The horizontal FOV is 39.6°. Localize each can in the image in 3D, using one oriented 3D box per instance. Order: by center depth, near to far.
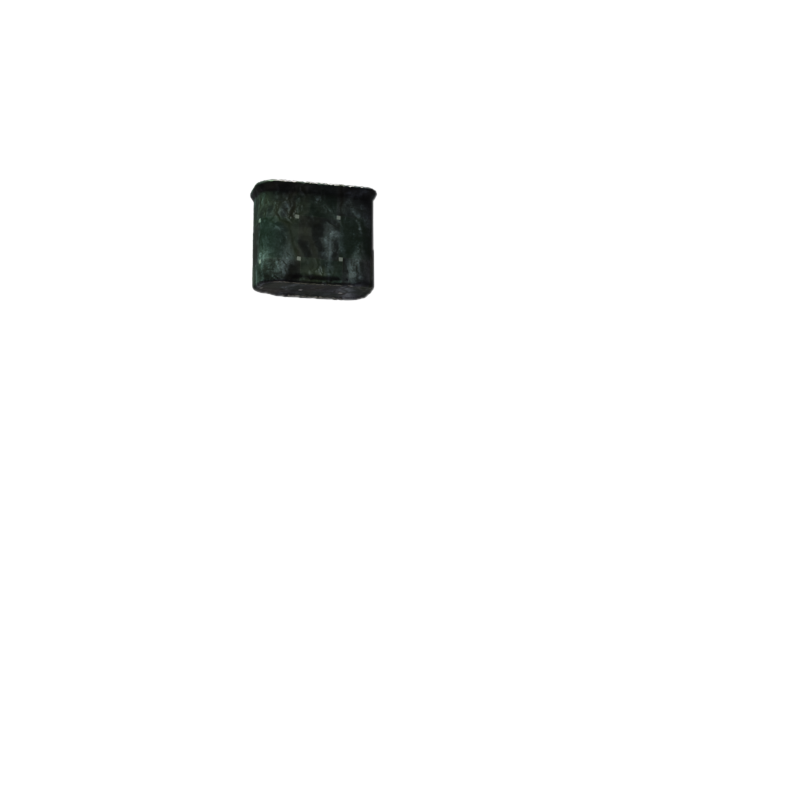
[{"bbox_3d":[-0.070,-0.128,0.900,0.100,0.087,0.057,3,-14,-15],"label":"can"}]
